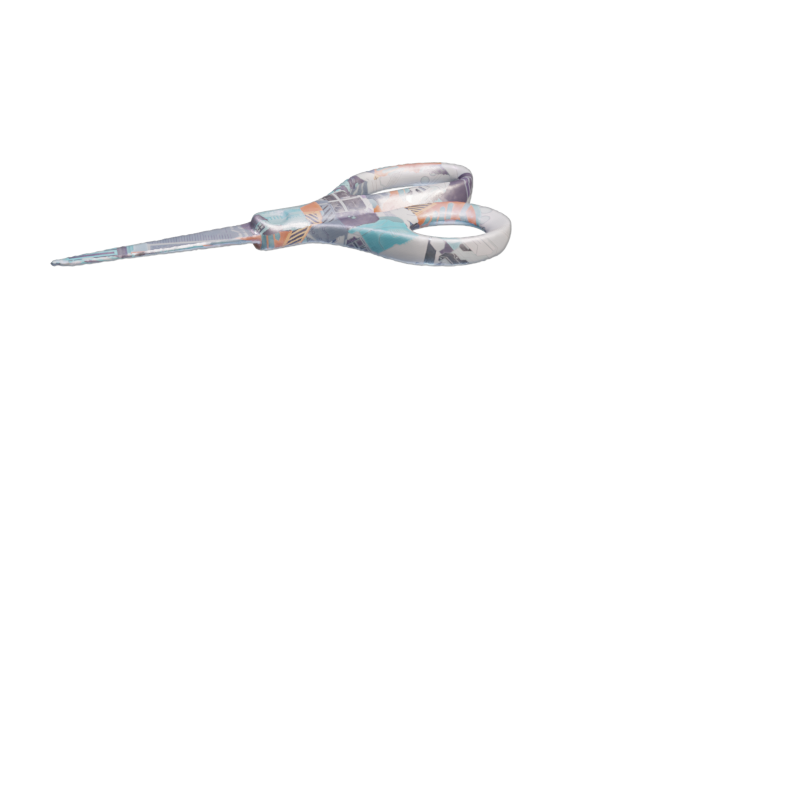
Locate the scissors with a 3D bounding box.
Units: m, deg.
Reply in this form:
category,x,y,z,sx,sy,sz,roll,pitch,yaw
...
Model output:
category,x,y,z,sx,sy,sz,roll,pitch,yaw
scissors,-0.037,-0.068,0.477,0.199,0.015,0.103,-23,39,-32
